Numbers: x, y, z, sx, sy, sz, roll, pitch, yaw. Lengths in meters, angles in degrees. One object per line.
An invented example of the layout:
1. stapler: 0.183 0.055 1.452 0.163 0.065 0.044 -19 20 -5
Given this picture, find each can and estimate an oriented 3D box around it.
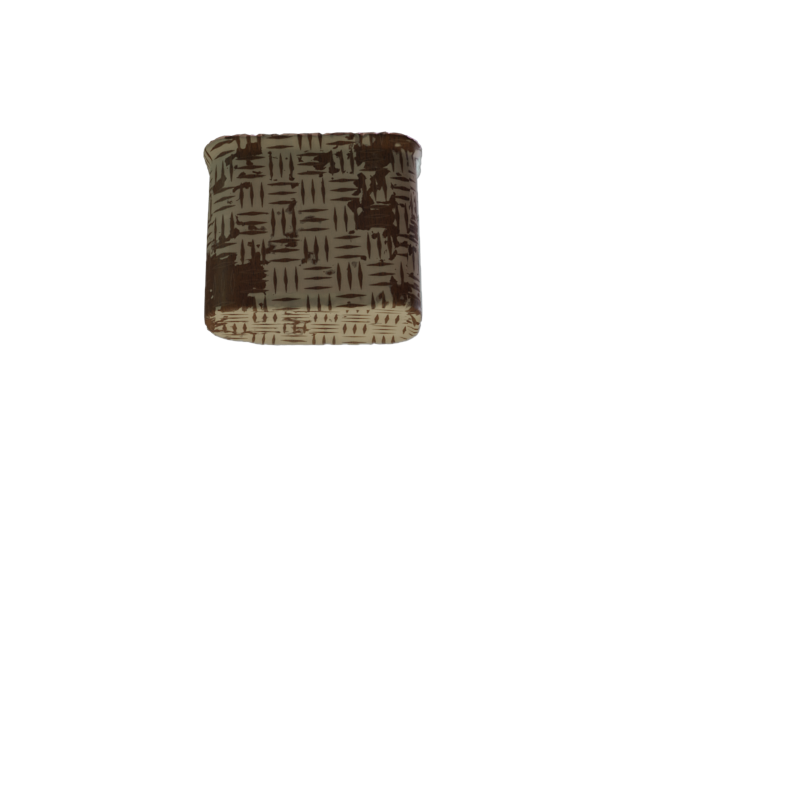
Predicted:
1. can: -0.040 -0.072 0.508 0.102 0.088 0.055 -1 -20 1
